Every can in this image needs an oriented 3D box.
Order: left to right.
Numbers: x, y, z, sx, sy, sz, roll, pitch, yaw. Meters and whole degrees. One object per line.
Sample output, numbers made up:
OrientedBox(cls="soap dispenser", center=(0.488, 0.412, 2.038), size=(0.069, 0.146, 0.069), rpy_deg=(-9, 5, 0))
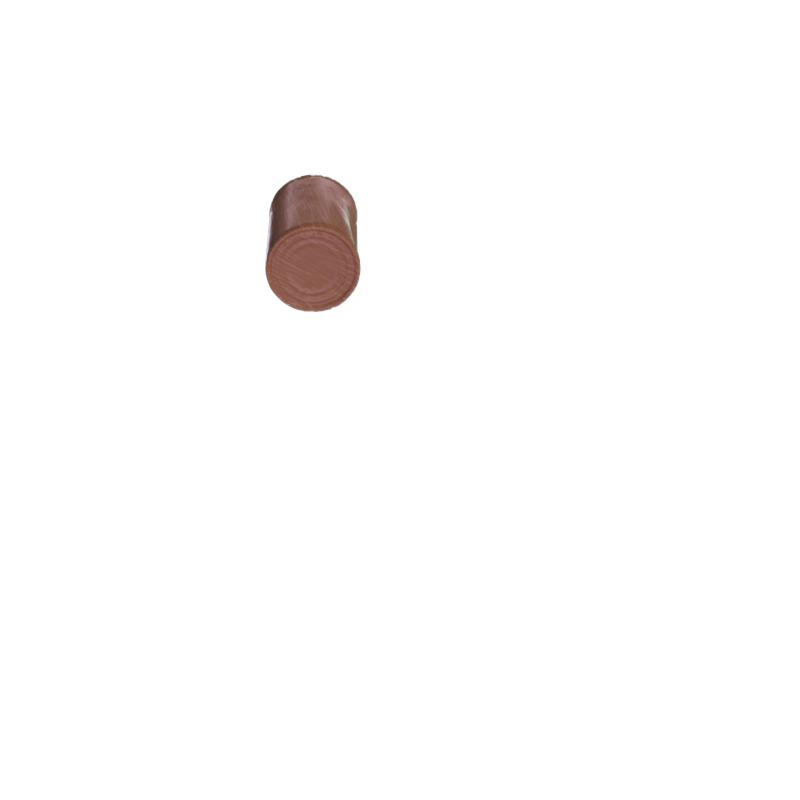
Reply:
OrientedBox(cls="can", center=(-0.063, -0.115, 0.805), size=(0.068, 0.065, 0.108), rpy_deg=(0, 28, -3))
